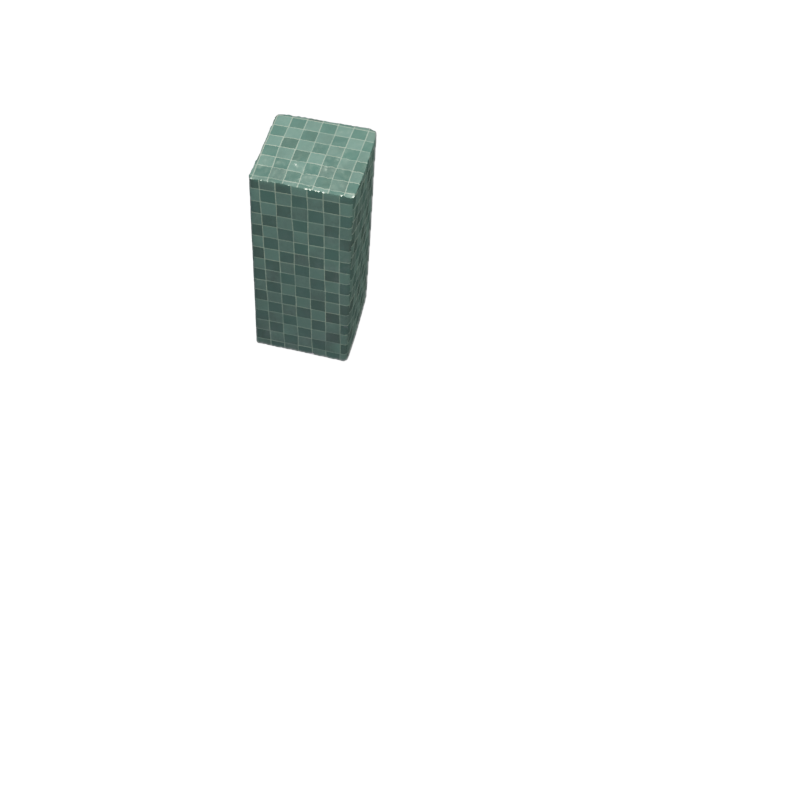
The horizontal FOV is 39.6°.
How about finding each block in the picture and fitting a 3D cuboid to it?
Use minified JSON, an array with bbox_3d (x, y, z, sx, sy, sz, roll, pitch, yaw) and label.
[{"bbox_3d":[-0.077,-0.141,0.986,0.092,0.095,0.192,12,-40,6],"label":"block"}]
